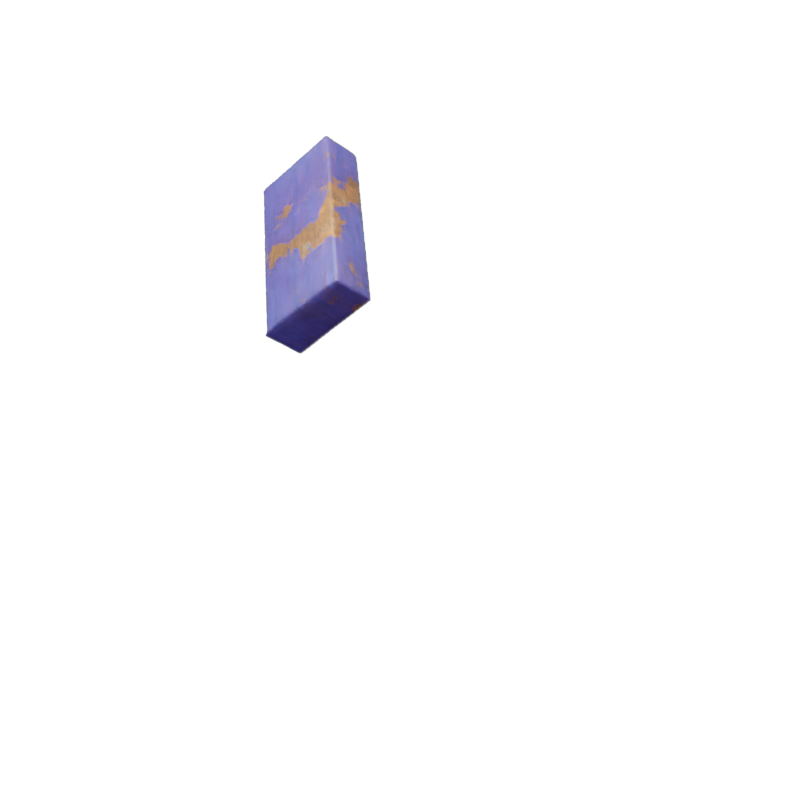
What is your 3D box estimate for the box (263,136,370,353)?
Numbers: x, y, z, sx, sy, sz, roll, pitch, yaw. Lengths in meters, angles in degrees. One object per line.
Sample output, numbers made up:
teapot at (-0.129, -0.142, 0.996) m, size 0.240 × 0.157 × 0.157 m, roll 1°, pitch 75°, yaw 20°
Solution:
box at (-0.075, -0.138, 0.965) m, size 0.045 × 0.189 × 0.092 m, roll 31°, pitch -51°, yaw -33°
